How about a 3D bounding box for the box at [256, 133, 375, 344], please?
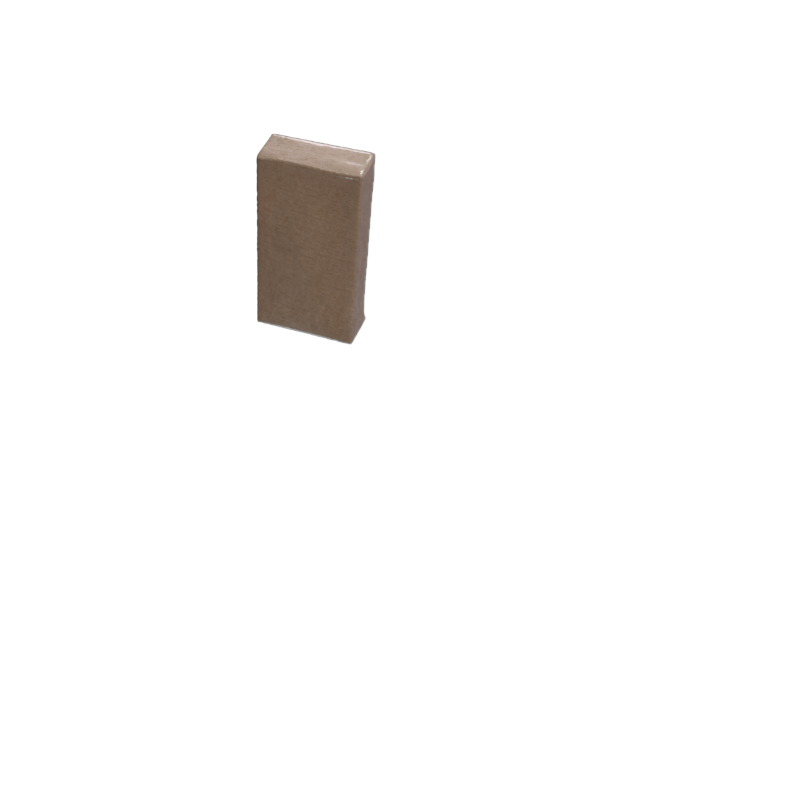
[{"bbox_3d":[-0.074,-0.135,0.945,0.096,0.164,0.050,14,42,12],"label":"box"}]
